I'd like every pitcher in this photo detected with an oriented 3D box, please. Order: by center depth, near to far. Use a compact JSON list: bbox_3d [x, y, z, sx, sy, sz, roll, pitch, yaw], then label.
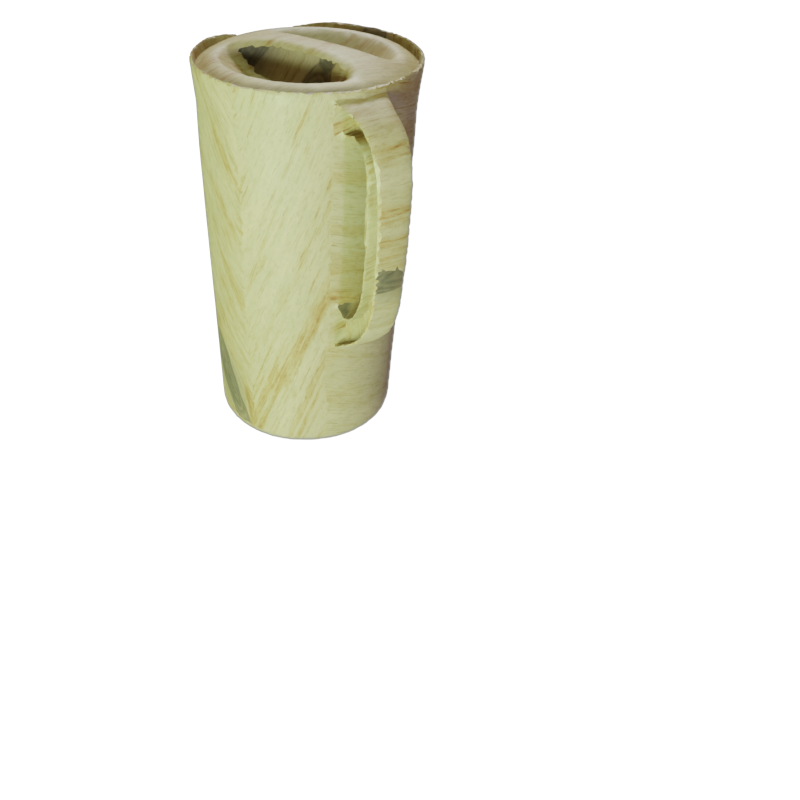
[{"bbox_3d":[-0.052,-0.096,0.669,0.148,0.229,0.155,9,31,13],"label":"pitcher"}]
